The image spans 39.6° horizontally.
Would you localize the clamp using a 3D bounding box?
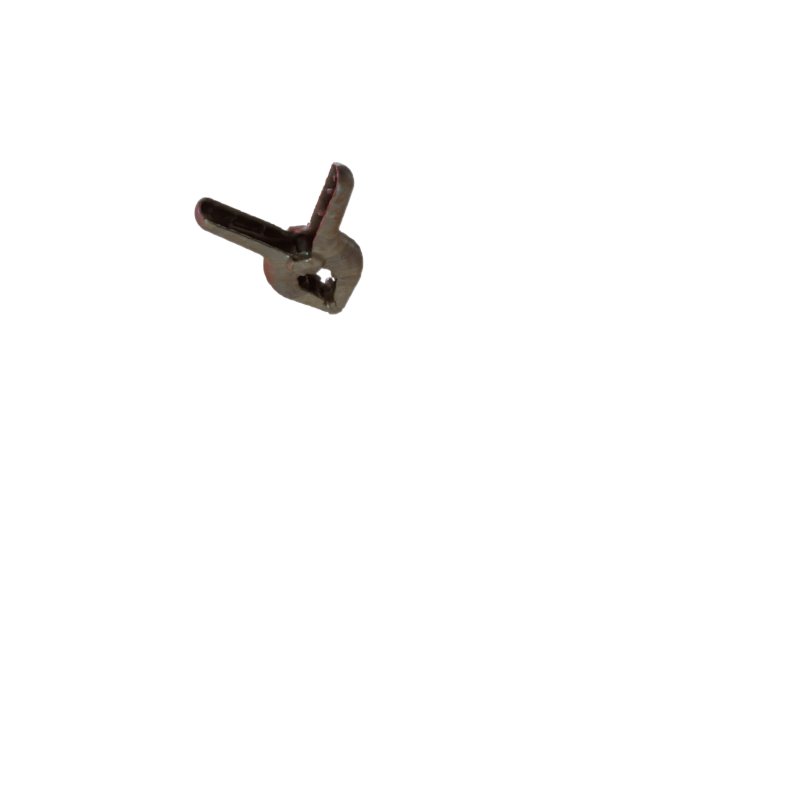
[{"bbox_3d":[-0.067,-0.122,0.854,0.122,0.042,0.159,-11,-27,22],"label":"clamp"}]
